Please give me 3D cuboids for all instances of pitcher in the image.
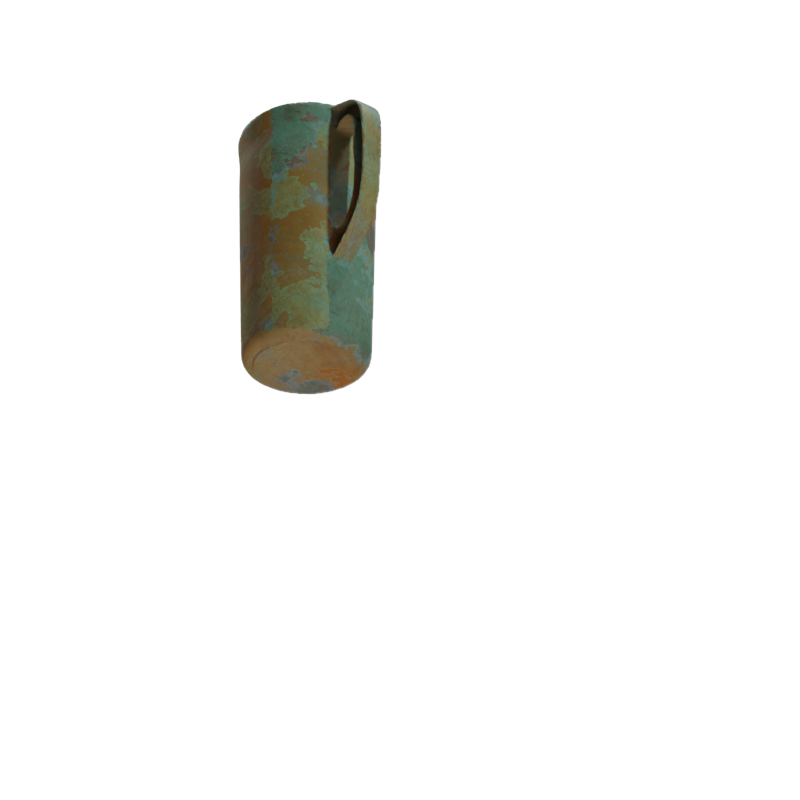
[{"bbox_3d":[-0.076,-0.138,0.969,0.146,0.260,0.138,-7,-33,8],"label":"pitcher"}]
